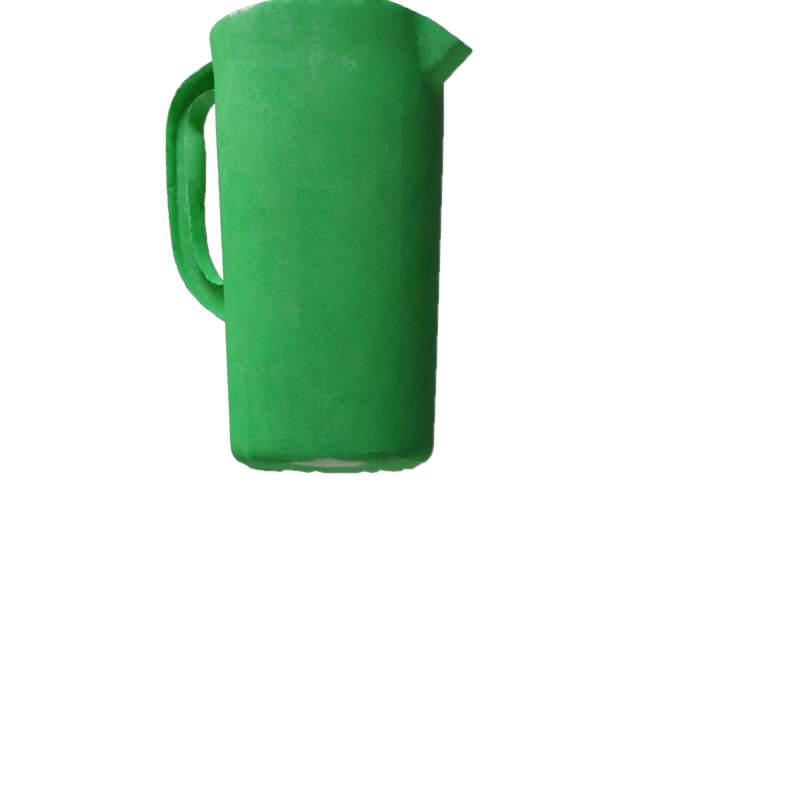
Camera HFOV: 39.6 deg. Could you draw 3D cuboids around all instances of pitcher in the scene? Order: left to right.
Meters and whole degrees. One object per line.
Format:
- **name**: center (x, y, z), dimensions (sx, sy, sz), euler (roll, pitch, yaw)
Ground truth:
- **pitcher**: center (-0.048, -0.087, 0.608), dimensions (0.141, 0.247, 0.150), euler (2, -6, -19)
